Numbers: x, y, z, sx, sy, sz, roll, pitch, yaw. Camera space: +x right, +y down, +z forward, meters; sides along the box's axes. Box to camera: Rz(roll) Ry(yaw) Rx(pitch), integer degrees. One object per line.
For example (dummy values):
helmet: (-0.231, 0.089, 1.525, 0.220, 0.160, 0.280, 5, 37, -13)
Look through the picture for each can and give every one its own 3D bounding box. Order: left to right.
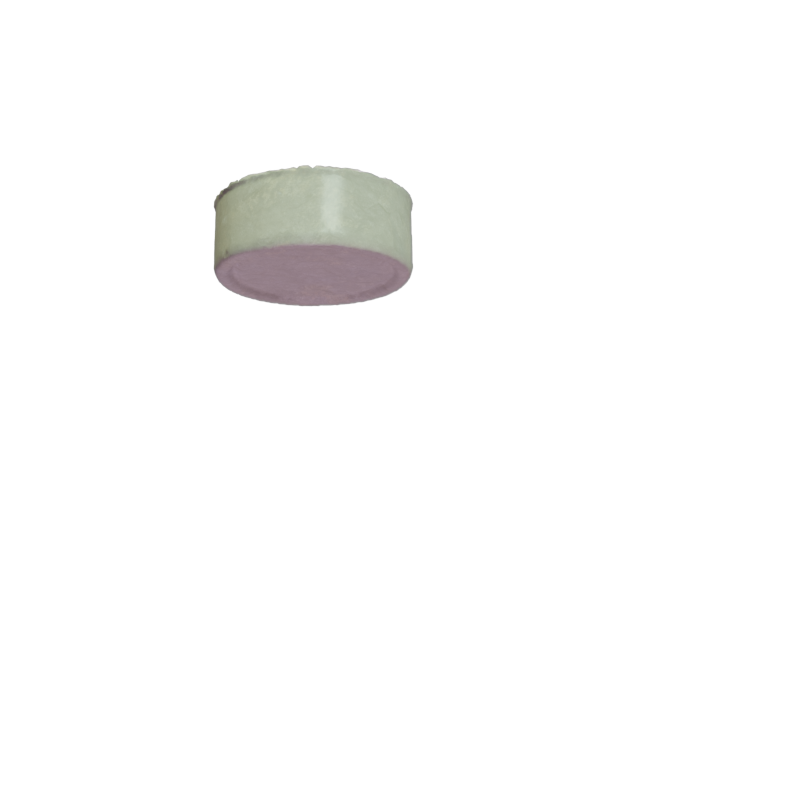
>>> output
can: (-0.037, -0.068, 0.474, 0.086, 0.035, 0.083, 0, -14, -2)
